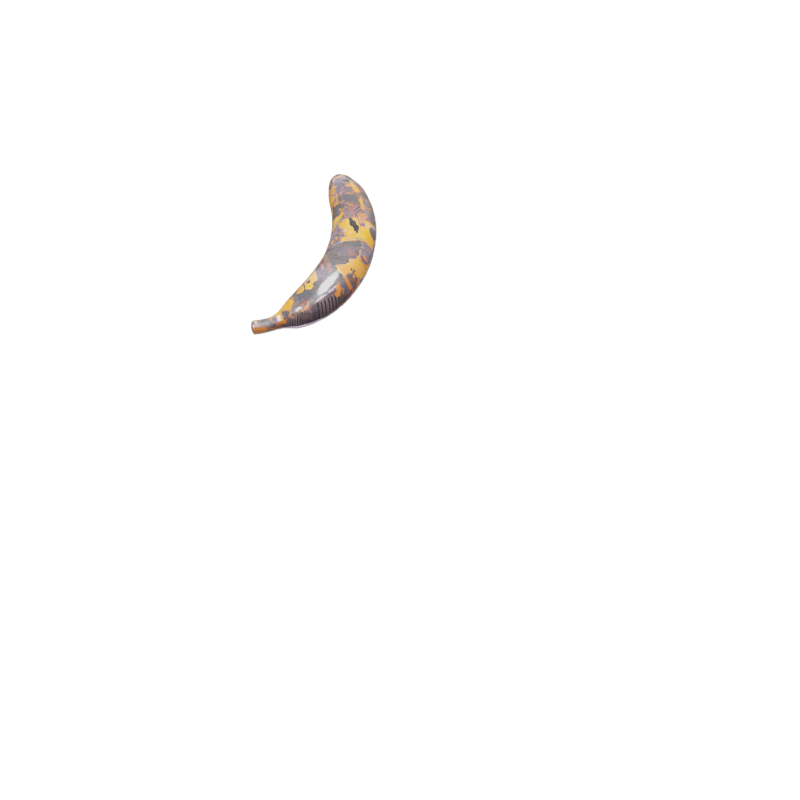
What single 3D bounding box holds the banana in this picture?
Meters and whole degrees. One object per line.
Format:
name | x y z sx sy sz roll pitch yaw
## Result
banana | -0.055 -0.123 0.908 0.071 0.034 0.207 13 47 11
